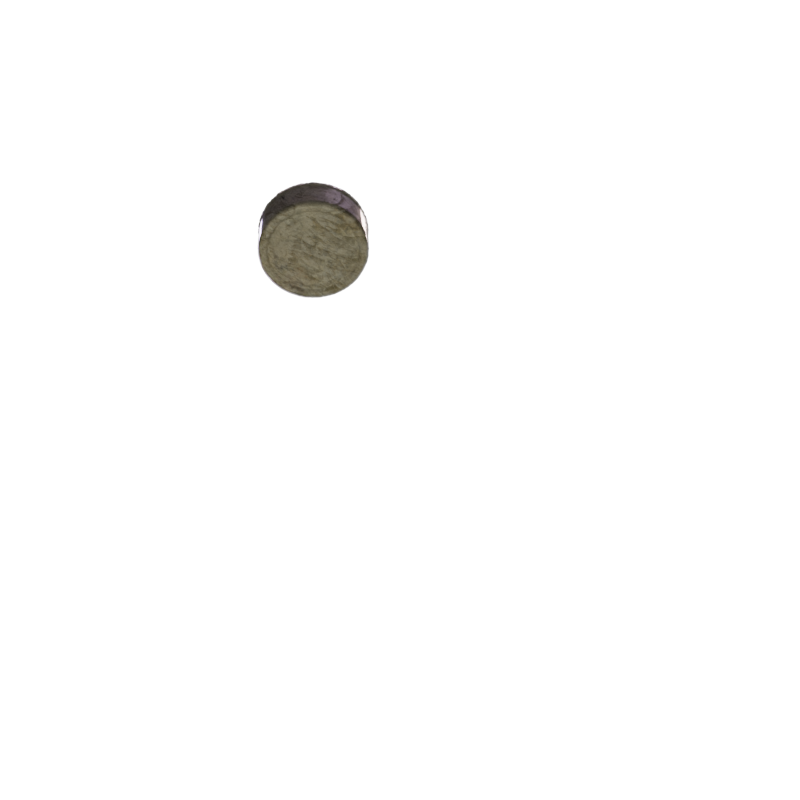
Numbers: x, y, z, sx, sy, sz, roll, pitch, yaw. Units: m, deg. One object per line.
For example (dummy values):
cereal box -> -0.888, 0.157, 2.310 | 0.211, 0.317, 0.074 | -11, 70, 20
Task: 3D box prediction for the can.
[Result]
can -> -0.067, -0.121, 0.851 | 0.086, 0.081, 0.036 | 1, 33, -1
